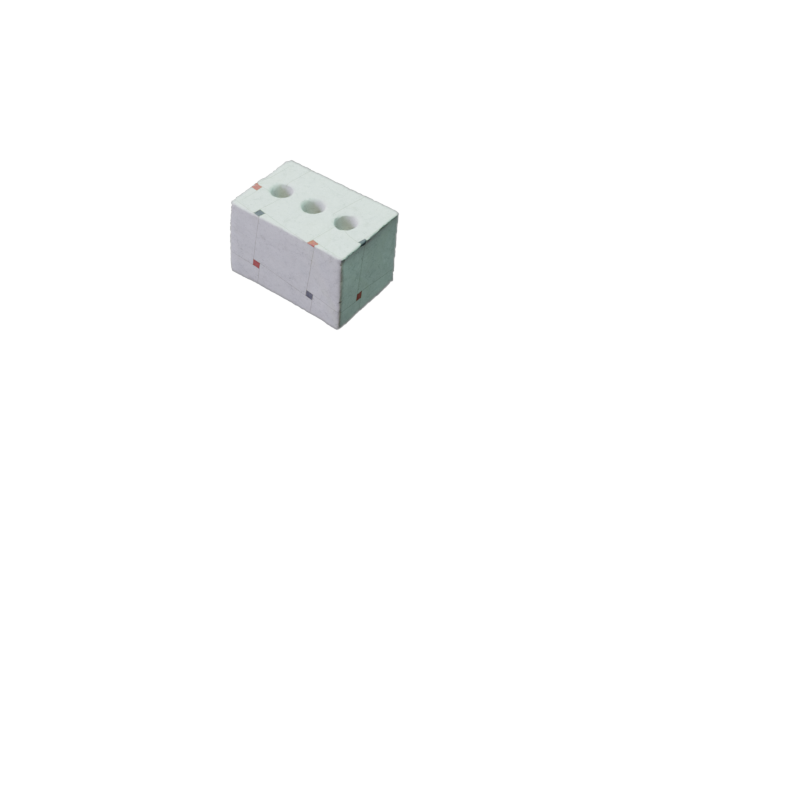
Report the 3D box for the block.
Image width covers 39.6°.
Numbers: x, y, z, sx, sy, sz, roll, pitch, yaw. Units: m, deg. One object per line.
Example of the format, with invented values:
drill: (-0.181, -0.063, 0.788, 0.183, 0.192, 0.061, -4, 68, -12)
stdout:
block: (-0.047, -0.086, 0.602, 0.082, 0.048, 0.054, 29, 50, 25)
